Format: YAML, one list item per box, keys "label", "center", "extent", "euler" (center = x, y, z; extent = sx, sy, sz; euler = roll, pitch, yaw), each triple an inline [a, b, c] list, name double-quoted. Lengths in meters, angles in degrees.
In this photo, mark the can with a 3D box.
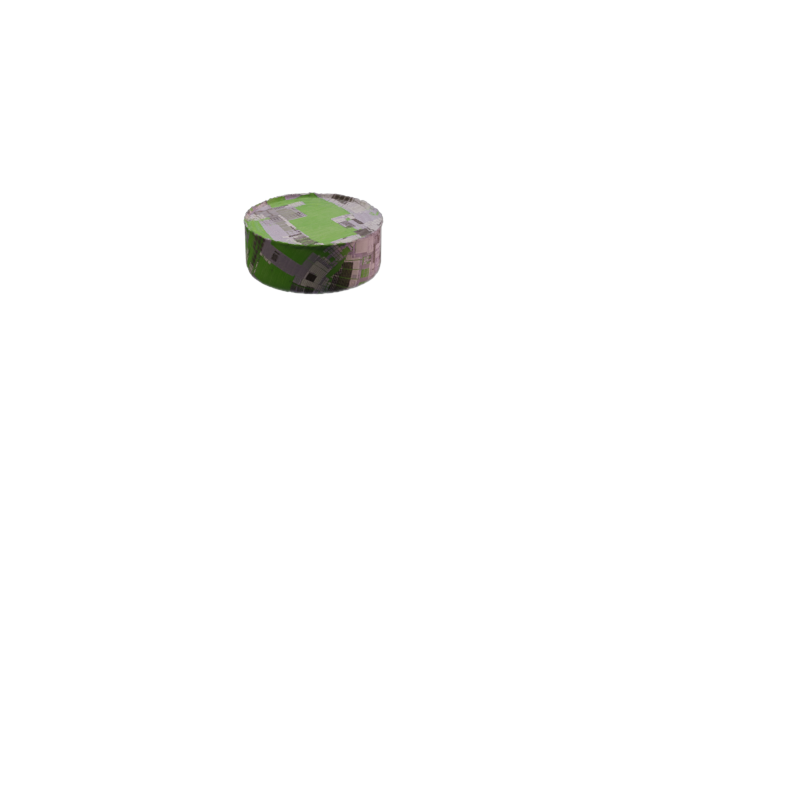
- label: "can"
  center: [-0.054, -0.098, 0.687]
  extent: [0.086, 0.032, 0.091]
  euler: [-1, 29, -2]
